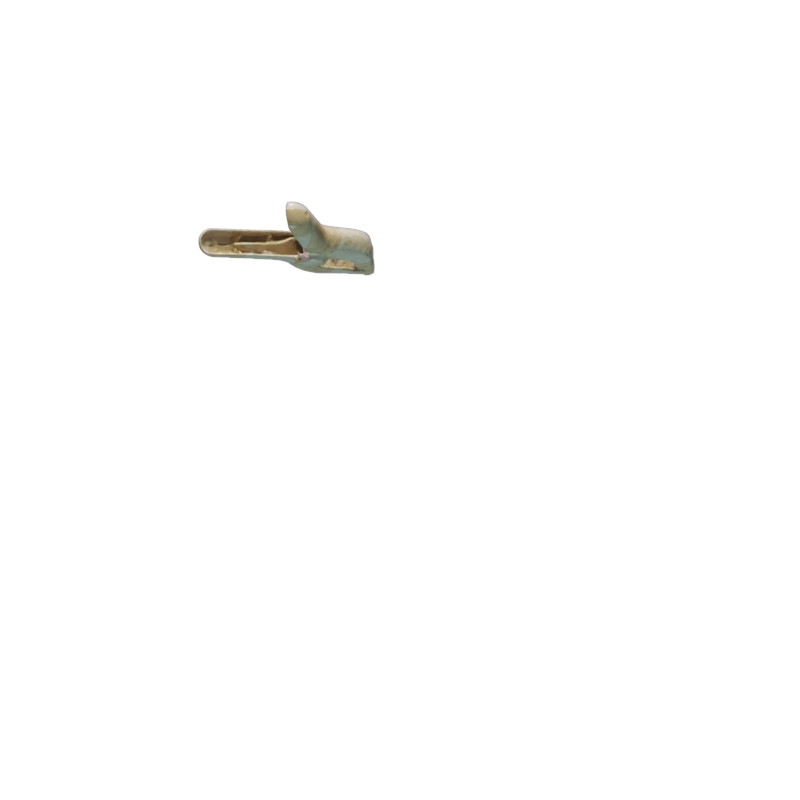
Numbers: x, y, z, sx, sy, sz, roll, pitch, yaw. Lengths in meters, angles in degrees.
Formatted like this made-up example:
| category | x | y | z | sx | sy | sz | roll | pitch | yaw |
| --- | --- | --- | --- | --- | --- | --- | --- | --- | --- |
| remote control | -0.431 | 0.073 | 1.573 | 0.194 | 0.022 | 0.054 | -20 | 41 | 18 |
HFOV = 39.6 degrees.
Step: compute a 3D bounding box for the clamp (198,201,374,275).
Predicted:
| category | x | y | z | sx | sy | sz | roll | pitch | yaw |
| --- | --- | --- | --- | --- | --- | --- | --- | --- | --- |
| clamp | -0.076 | -0.138 | 0.968 | 0.164 | 0.040 | 0.123 | 2 | -3 | -40 |
